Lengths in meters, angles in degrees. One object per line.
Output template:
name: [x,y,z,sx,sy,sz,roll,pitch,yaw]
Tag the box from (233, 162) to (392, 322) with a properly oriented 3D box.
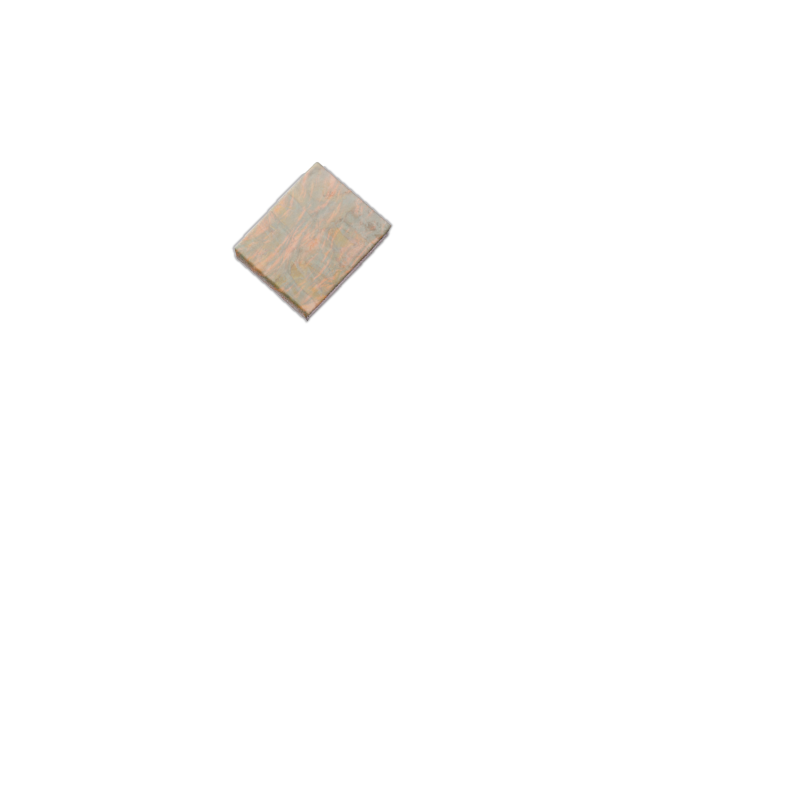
box: [-0.077,-0.140,0.979,0.092,0.115,0.038,40,-11,9]
